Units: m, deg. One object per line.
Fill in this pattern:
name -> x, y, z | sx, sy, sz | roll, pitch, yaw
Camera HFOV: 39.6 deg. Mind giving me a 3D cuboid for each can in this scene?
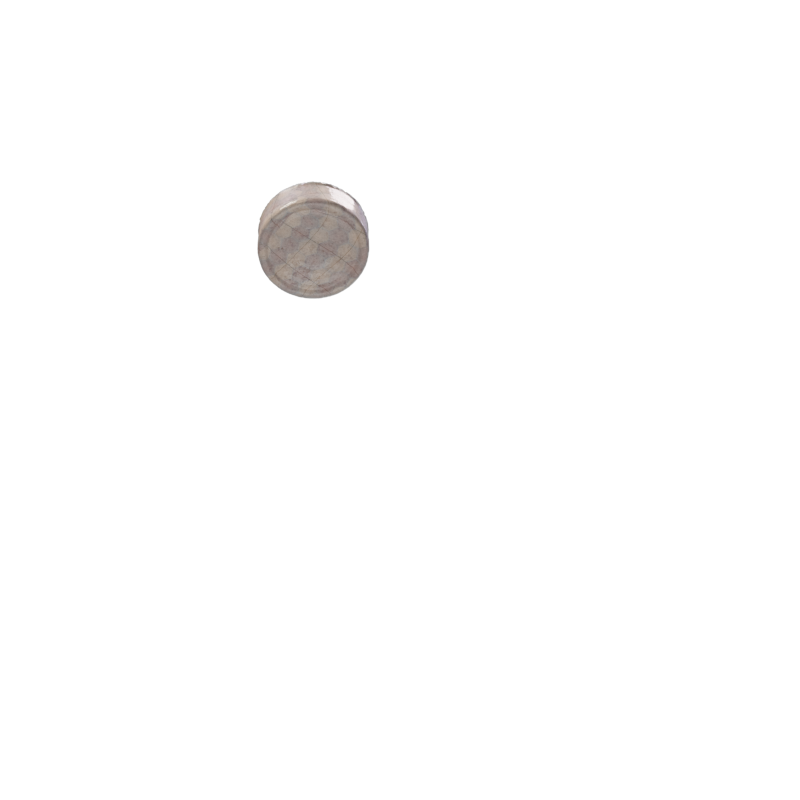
can -> -0.066, -0.121, 0.846 | 0.086, 0.081, 0.036 | 1, 30, -1
